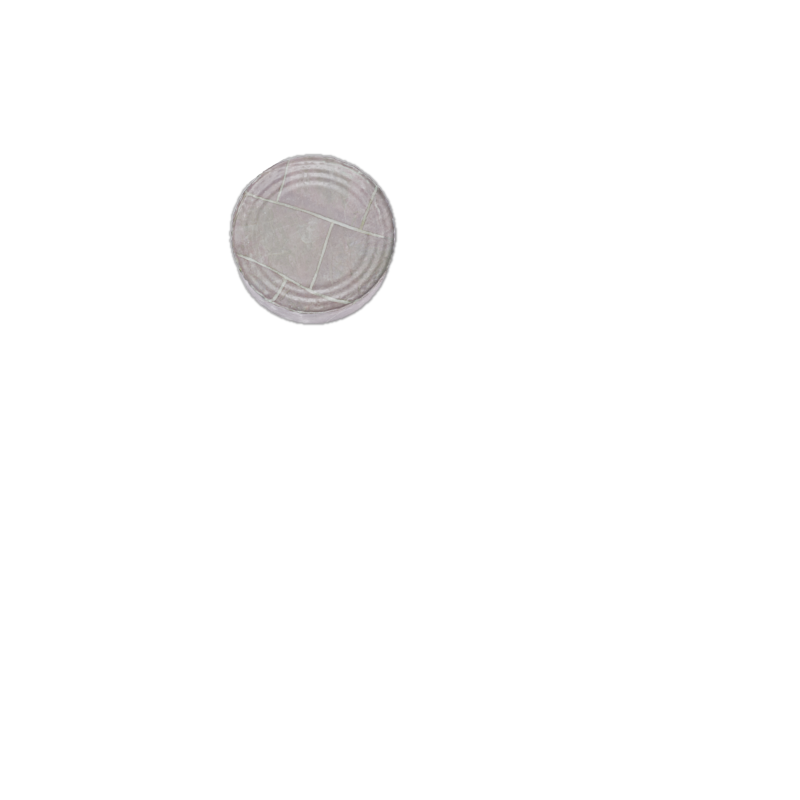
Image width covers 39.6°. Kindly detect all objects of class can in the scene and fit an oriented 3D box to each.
[{"bbox_3d":[-0.046,-0.084,0.587,0.086,0.089,0.032,0,-15,-1],"label":"can"}]
